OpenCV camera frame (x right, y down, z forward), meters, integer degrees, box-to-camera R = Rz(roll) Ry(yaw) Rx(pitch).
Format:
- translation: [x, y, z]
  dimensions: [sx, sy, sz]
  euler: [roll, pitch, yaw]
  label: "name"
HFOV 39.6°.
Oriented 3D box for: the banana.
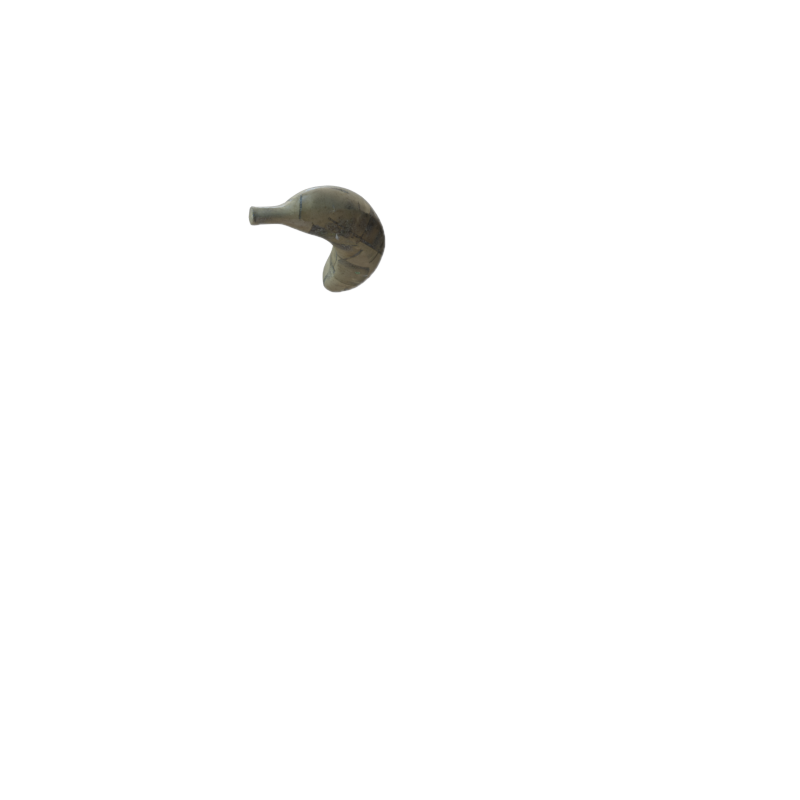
- translation: [-0.044, -0.114, 0.779]
  dimensions: [0.071, 0.038, 0.188]
  euler: [-3, -11, 12]
  label: "banana"
